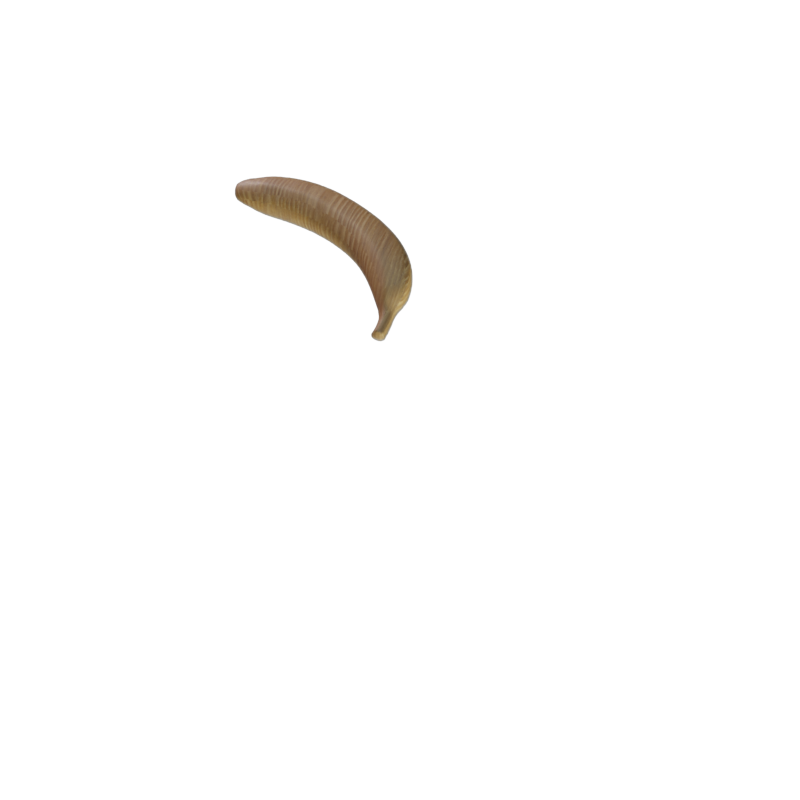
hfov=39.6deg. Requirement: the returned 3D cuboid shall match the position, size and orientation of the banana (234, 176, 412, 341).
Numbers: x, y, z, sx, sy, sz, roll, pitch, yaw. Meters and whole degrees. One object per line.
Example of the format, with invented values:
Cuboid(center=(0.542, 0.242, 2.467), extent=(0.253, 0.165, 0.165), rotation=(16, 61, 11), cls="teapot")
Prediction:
Cuboid(center=(-0.050, -0.129, 0.866), extent=(0.069, 0.034, 0.213), rotation=(-28, 53, -24), cls="banana")
